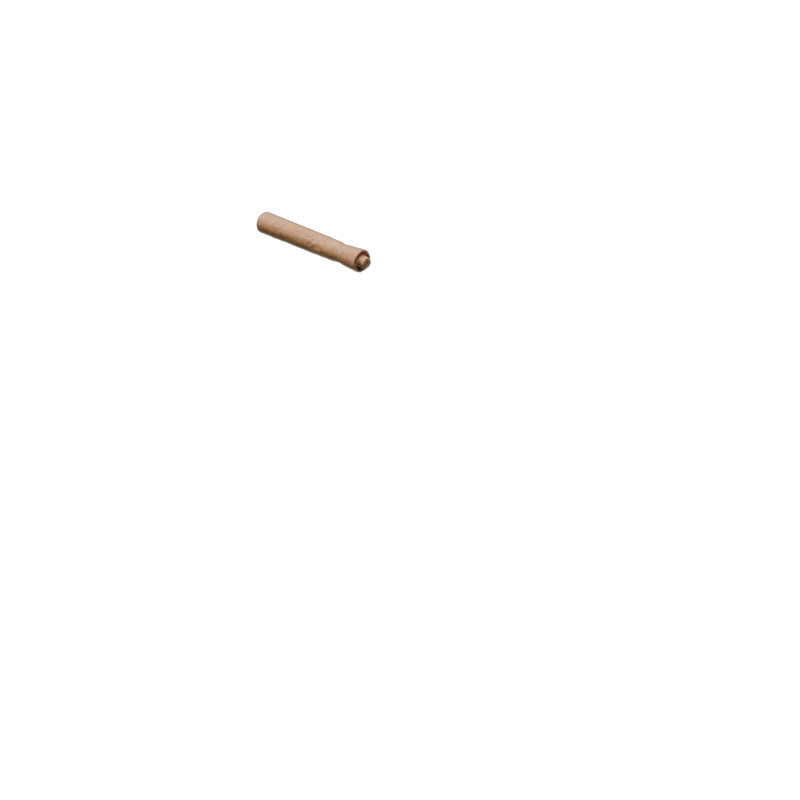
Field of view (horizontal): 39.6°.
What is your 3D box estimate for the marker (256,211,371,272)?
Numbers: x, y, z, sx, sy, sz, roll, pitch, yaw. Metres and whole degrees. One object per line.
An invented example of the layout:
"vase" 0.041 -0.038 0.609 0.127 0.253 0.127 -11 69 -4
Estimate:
"marker" -0.071 -0.129 0.902 0.129 0.019 0.019 27 20 39
